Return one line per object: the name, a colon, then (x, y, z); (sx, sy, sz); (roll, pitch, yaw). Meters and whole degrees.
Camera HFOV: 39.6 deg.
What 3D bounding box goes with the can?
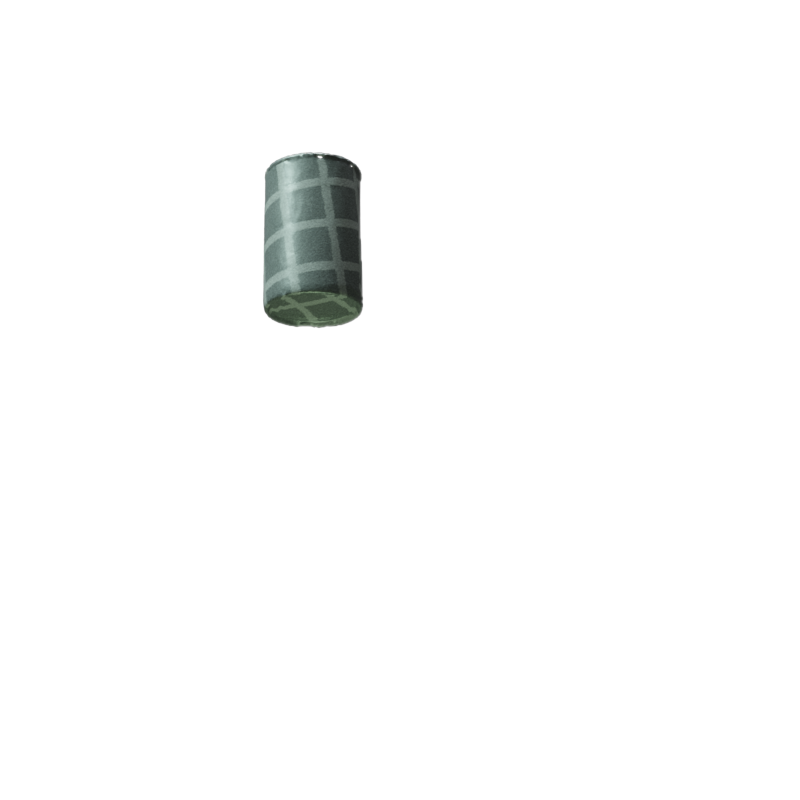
can: (-0.059, -0.108, 0.753); (0.068, 0.108, 0.065); (0, -22, -2)
